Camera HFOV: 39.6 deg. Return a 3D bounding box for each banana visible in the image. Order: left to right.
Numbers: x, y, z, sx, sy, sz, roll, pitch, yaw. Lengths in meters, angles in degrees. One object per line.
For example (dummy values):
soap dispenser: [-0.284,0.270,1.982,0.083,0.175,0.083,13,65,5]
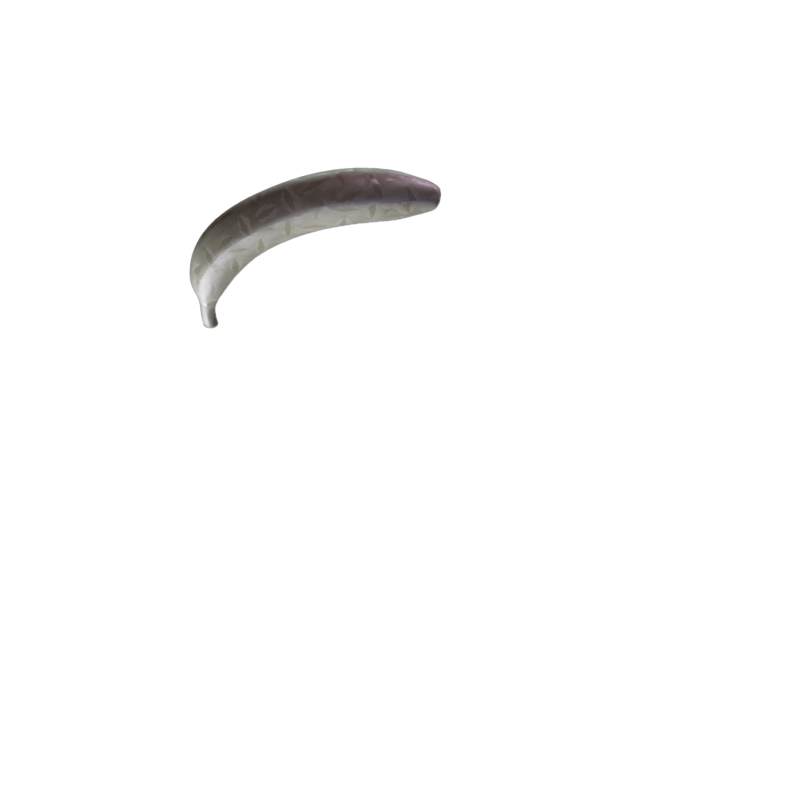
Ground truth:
banana: [-0.072,-0.115,0.739,0.198,0.039,0.064,-24,-47,23]
